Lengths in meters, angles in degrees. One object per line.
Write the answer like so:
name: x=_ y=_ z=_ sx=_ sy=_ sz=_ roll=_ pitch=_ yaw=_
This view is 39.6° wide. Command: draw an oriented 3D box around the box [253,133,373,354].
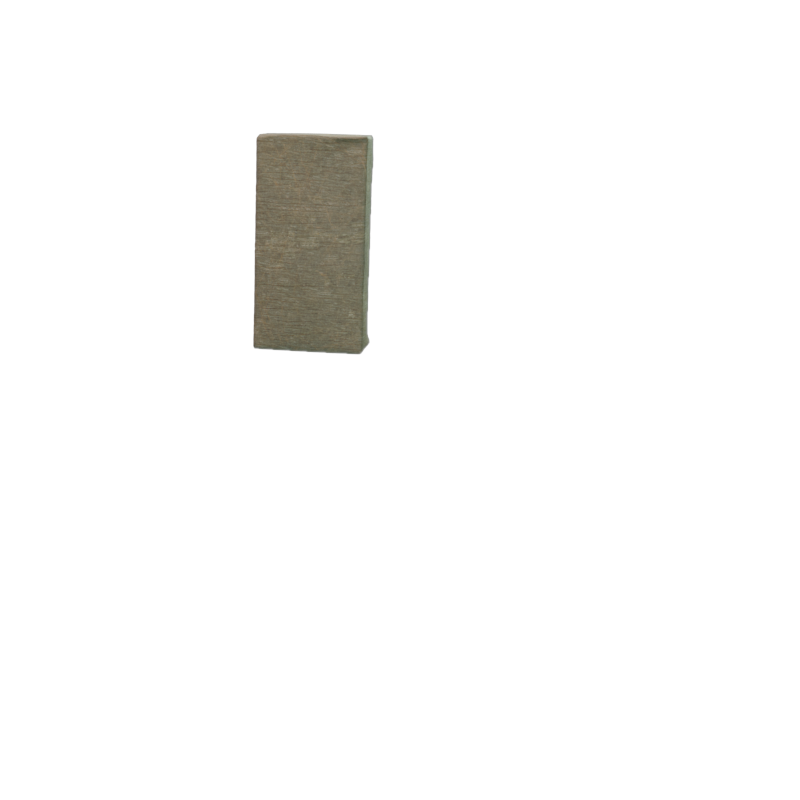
box: x=-0.071 y=-0.129 z=0.906 sx=0.095 sy=0.173 sz=0.048 roll=2 pitch=9 yaw=9
